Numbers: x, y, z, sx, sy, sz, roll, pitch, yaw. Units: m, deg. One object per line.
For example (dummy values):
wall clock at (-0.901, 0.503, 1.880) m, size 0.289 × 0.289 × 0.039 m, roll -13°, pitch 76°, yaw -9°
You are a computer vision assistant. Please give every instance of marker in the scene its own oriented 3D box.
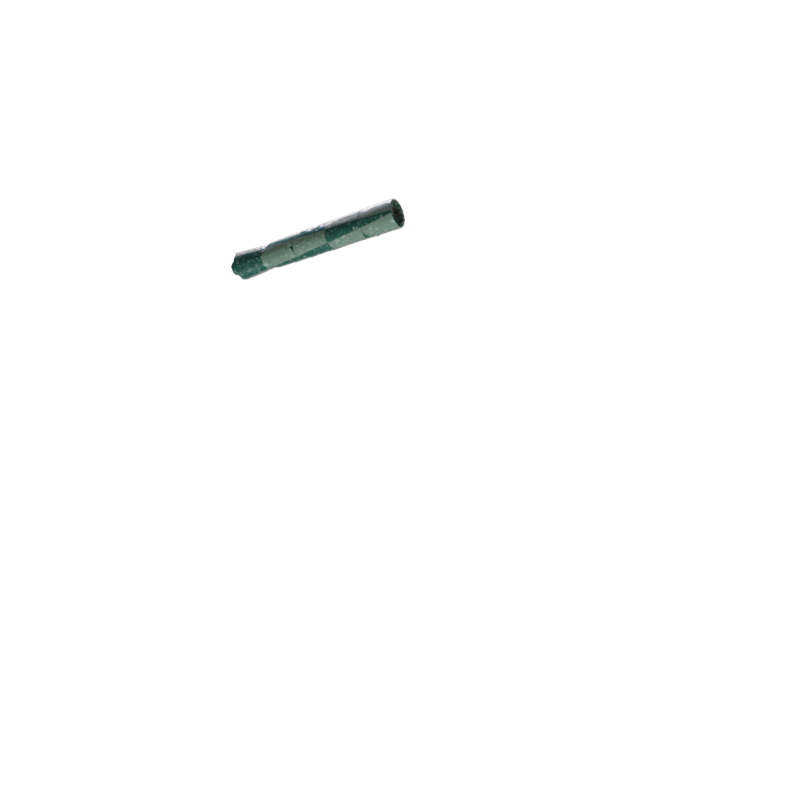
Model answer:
marker at (-0.054, -0.099, 0.693) m, size 0.122 × 0.020 × 0.019 m, roll -15°, pitch -3°, yaw 27°
